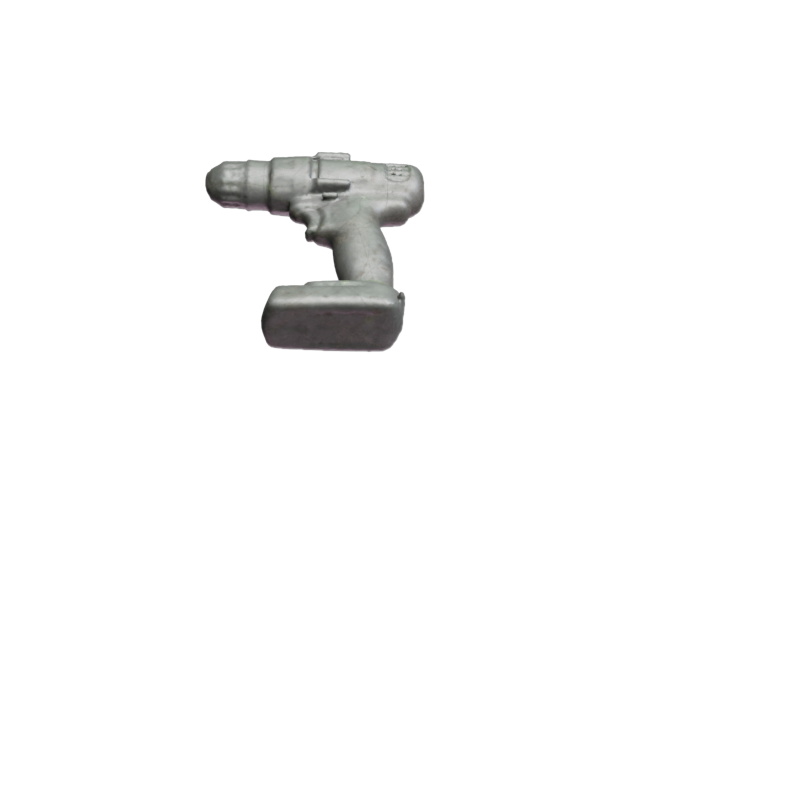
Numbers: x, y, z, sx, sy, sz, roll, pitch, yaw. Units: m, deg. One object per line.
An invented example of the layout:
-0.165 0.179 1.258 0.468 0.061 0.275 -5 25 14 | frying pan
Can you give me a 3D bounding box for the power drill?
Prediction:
-0.069 -0.126 0.884 0.184 0.201 0.053 0 -41 -1 | power drill
